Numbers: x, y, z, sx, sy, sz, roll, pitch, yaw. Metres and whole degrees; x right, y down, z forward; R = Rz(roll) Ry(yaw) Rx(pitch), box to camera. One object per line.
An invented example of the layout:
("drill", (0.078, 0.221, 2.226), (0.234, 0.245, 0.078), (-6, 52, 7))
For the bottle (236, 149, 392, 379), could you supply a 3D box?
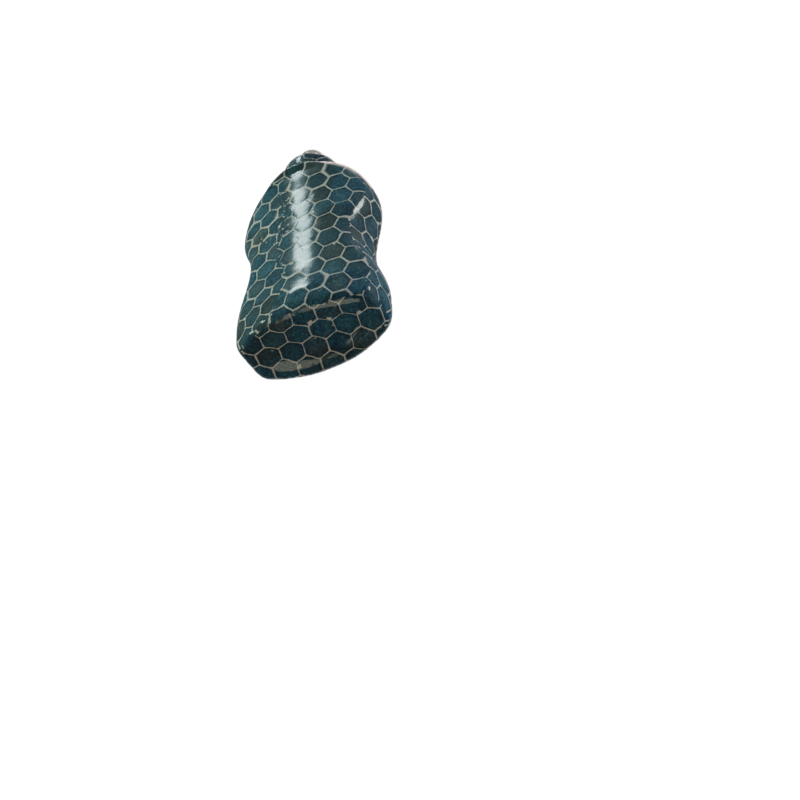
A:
("bottle", (-0.058, -0.105, 0.735), (0.096, 0.206, 0.054), (-25, -50, 18))
